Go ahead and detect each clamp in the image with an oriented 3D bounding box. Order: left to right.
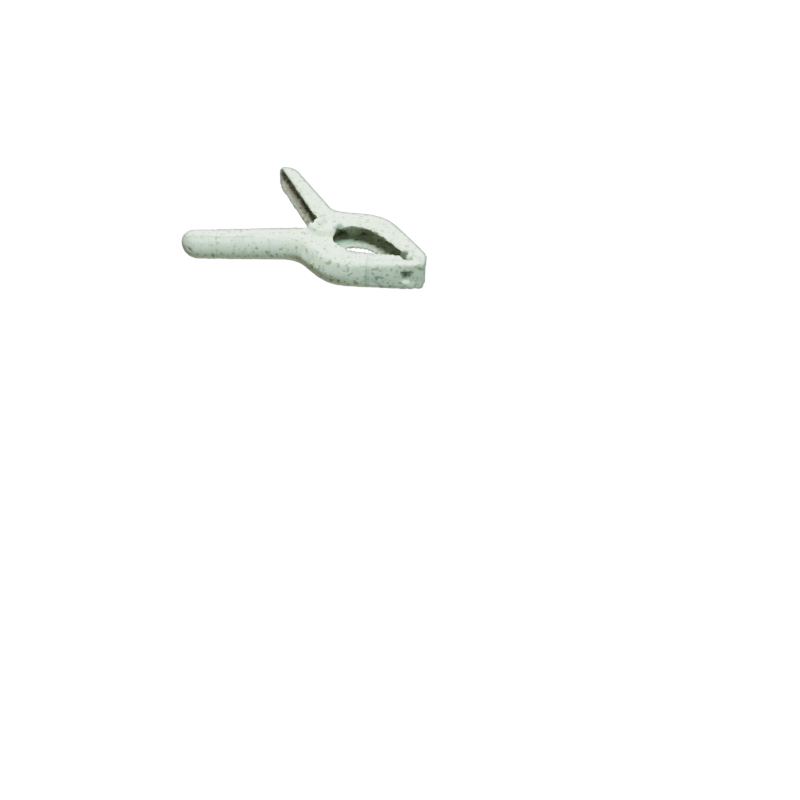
[{"bbox_3d":[-0.077,-0.140,0.984,0.223,0.034,0.166,26,45,30],"label":"clamp"}]
